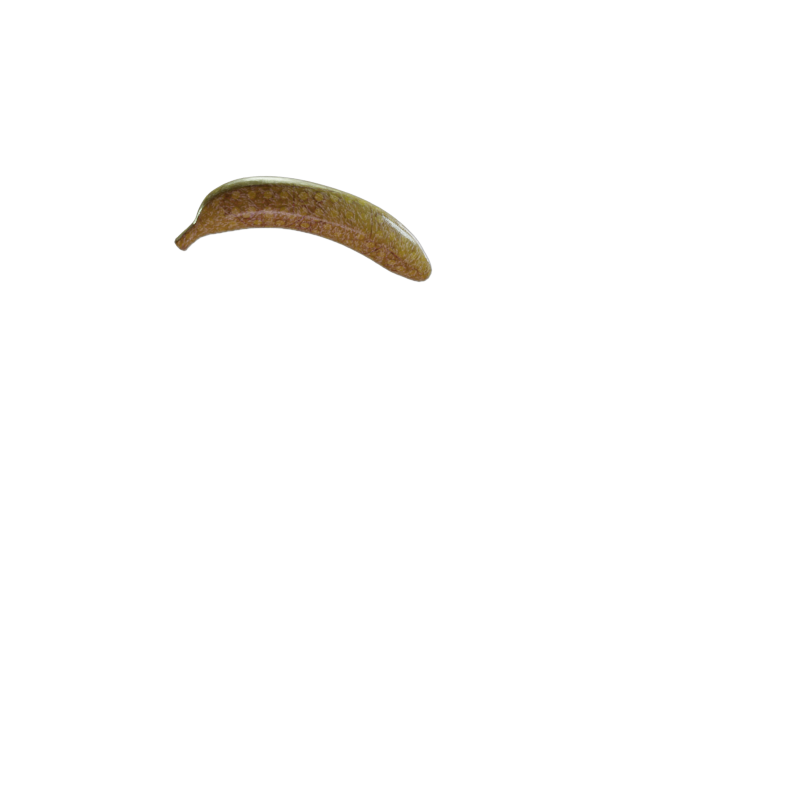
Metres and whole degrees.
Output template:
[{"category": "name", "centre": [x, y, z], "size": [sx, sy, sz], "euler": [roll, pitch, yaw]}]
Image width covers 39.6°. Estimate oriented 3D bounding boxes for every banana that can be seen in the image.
[{"category": "banana", "centre": [-0.064, -0.130, 0.822], "size": [0.194, 0.039, 0.066], "euler": [8, -40, -10]}]
